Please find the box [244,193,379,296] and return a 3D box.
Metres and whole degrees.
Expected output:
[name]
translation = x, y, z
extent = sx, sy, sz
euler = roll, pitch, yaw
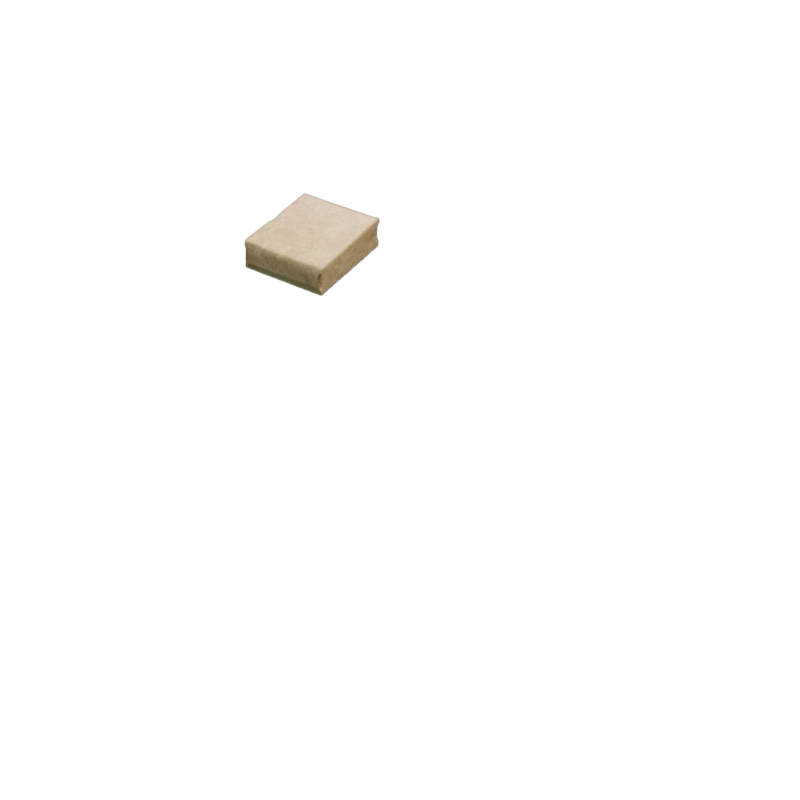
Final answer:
[box]
translation = -0.069, -0.126, 0.882
extent = 0.077, 0.028, 0.091
euler = 21, 43, 24
